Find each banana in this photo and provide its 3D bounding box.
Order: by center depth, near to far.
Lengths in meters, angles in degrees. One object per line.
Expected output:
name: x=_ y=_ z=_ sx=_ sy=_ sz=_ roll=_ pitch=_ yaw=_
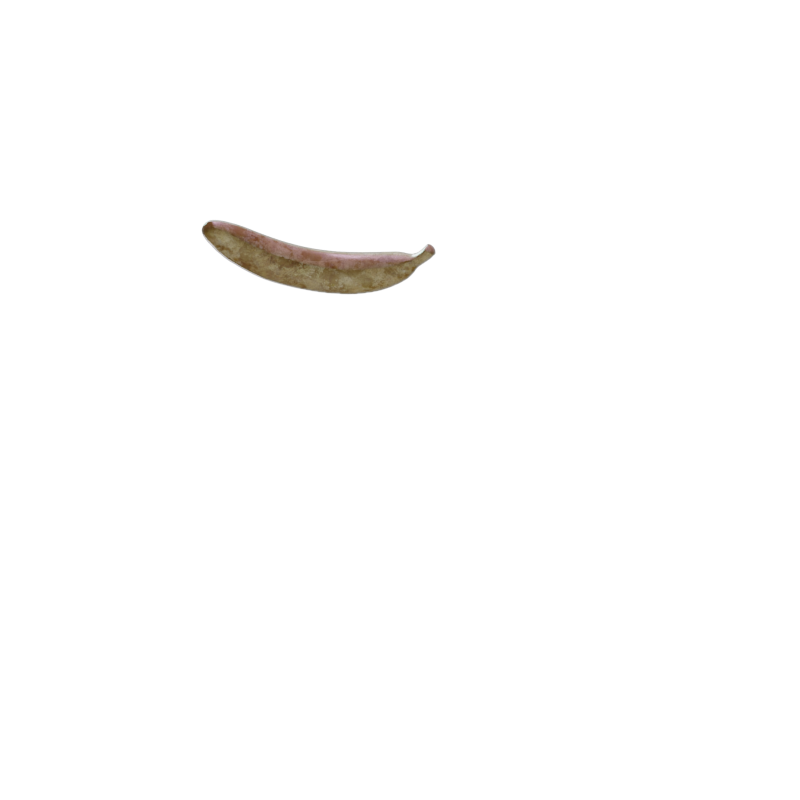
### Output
banana: x=-0.073 y=-0.123 z=0.959 sx=0.196 sy=0.039 sz=0.065 roll=4 pitch=-45 yaw=-5
